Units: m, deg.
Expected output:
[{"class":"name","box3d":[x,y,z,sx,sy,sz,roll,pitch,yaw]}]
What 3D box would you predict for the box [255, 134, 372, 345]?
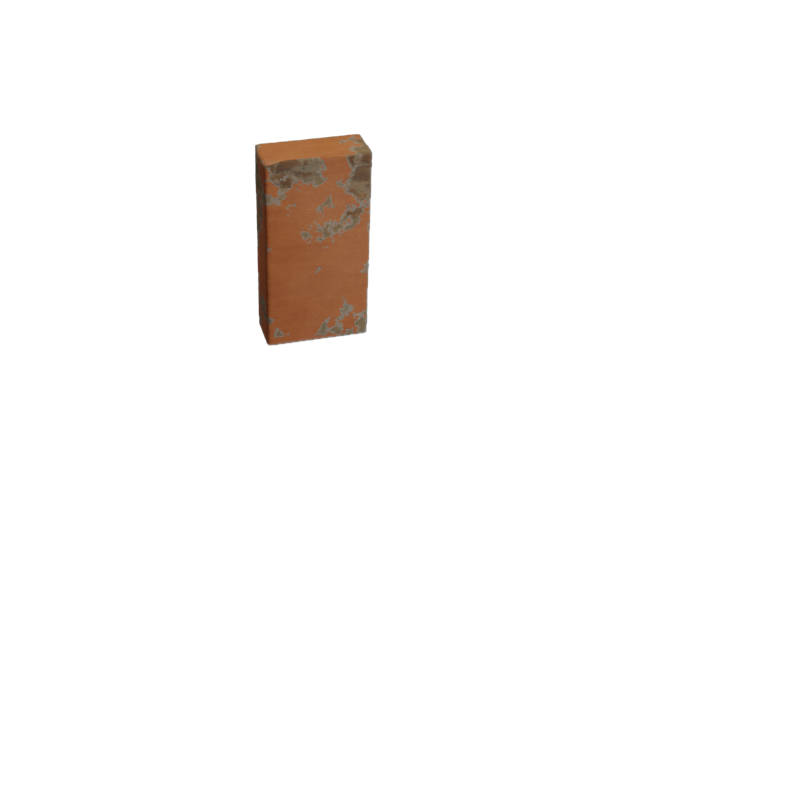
[{"class":"box","box3d":[-0.074,-0.134,0.943,0.092,0.165,0.052,-8,35,-14]}]
